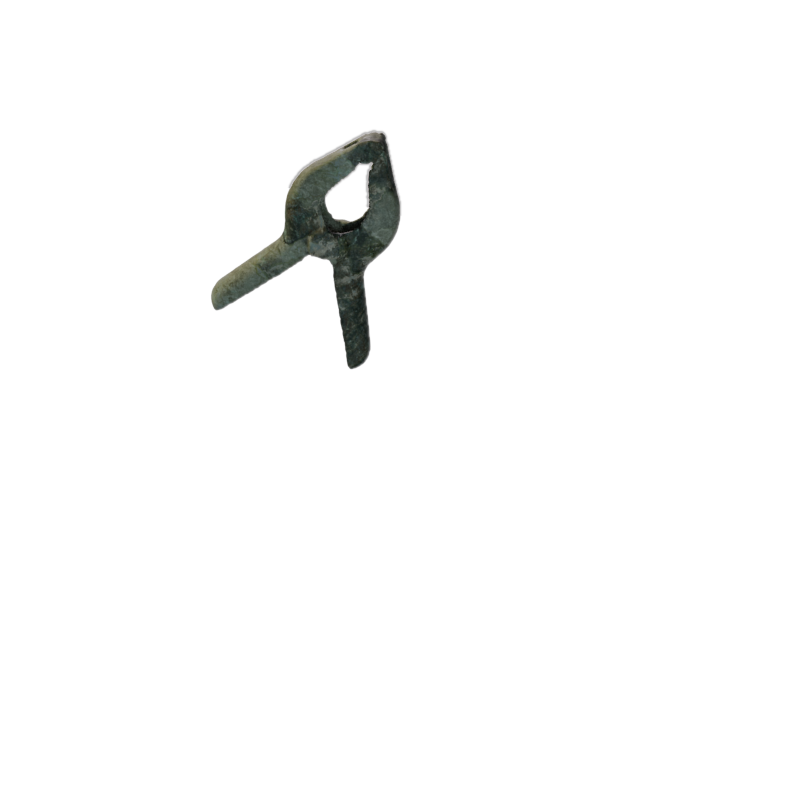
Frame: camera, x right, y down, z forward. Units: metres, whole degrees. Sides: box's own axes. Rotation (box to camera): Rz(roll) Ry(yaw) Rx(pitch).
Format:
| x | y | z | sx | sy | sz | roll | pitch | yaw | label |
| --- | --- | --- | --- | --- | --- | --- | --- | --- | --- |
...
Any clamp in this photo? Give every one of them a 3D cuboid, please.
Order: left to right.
| x | y | z | sx | sy | sz | roll | pitch | yaw | label |
| --- | --- | --- | --- | --- | --- | --- | --- | --- | --- |
| -0.060 | -0.110 | 0.770 | 0.119 | 0.165 | 0.041 | 15 | 20 | -6 | clamp |
